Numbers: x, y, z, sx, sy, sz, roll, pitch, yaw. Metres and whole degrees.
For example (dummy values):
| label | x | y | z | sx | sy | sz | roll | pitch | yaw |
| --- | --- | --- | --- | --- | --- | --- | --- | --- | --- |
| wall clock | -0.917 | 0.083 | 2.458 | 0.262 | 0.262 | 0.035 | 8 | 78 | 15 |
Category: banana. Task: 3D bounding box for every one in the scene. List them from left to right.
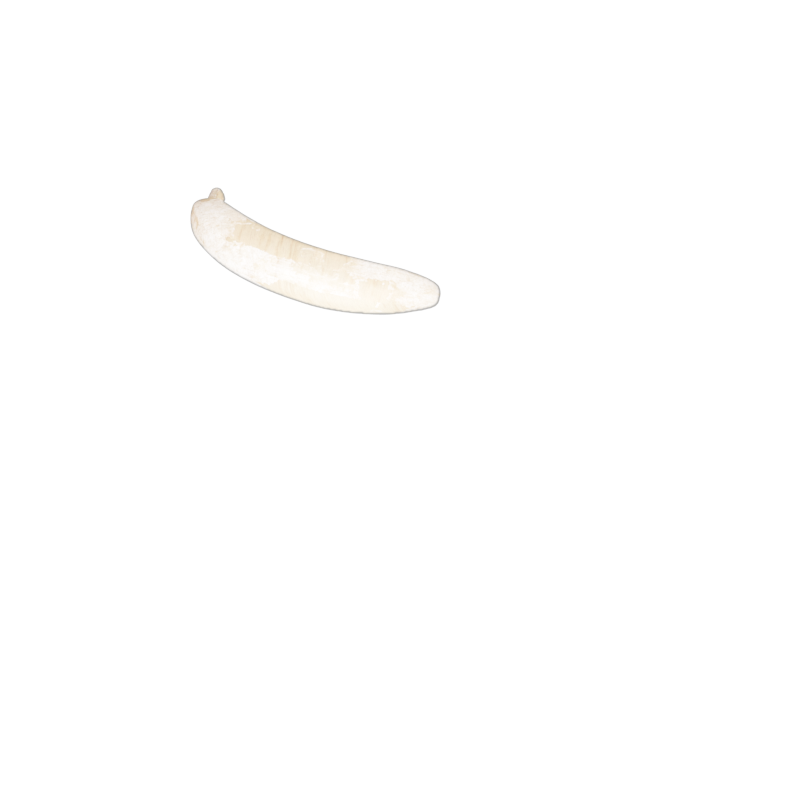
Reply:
| label | x | y | z | sx | sy | sz | roll | pitch | yaw |
| --- | --- | --- | --- | --- | --- | --- | --- | --- | --- |
| banana | -0.071 | -0.096 | 0.724 | 0.209 | 0.034 | 0.070 | 28 | 49 | 28 |
